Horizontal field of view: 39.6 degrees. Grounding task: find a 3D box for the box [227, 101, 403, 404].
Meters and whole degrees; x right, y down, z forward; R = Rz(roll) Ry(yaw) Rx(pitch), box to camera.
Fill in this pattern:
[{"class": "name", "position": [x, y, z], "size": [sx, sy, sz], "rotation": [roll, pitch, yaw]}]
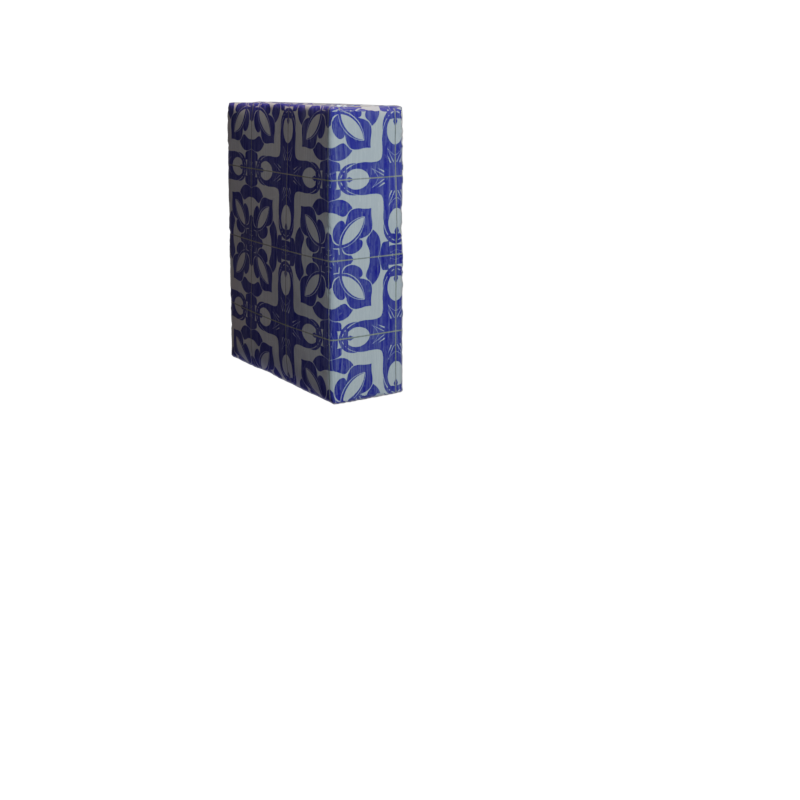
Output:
[{"class": "box", "position": [-0.067, -0.123, 0.858], "size": [0.070, 0.209, 0.173], "rotation": [-6, 13, -33]}]
